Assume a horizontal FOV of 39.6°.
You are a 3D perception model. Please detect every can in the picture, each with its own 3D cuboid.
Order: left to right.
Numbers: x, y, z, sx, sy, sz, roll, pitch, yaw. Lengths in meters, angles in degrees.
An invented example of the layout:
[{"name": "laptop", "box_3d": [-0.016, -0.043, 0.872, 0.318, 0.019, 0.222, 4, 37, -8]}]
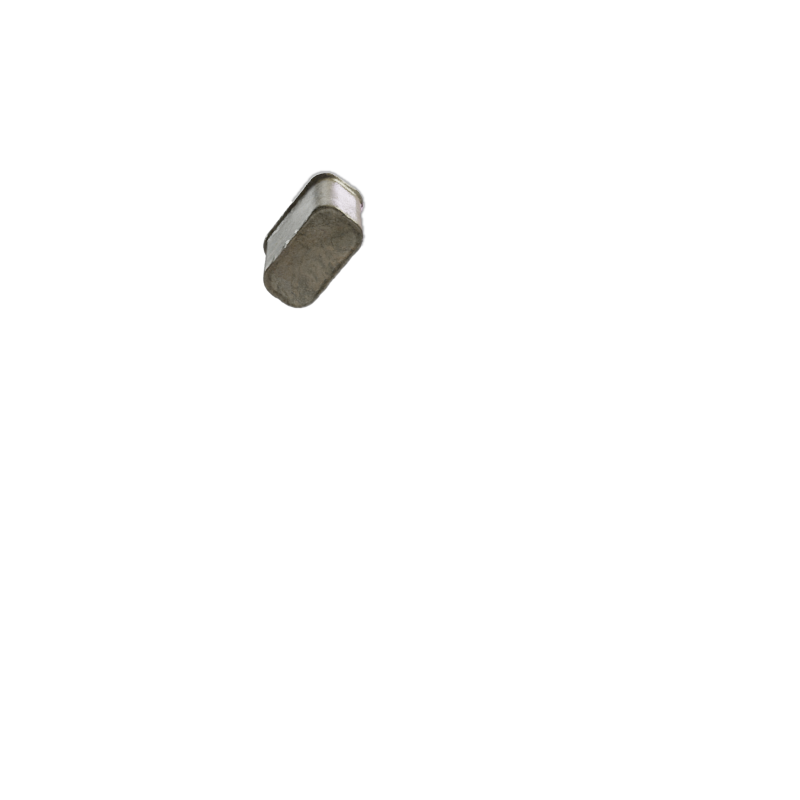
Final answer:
[{"name": "can", "box_3d": [-0.076, -0.138, 0.966, 0.055, 0.100, 0.088, 35, 19, -18]}]
